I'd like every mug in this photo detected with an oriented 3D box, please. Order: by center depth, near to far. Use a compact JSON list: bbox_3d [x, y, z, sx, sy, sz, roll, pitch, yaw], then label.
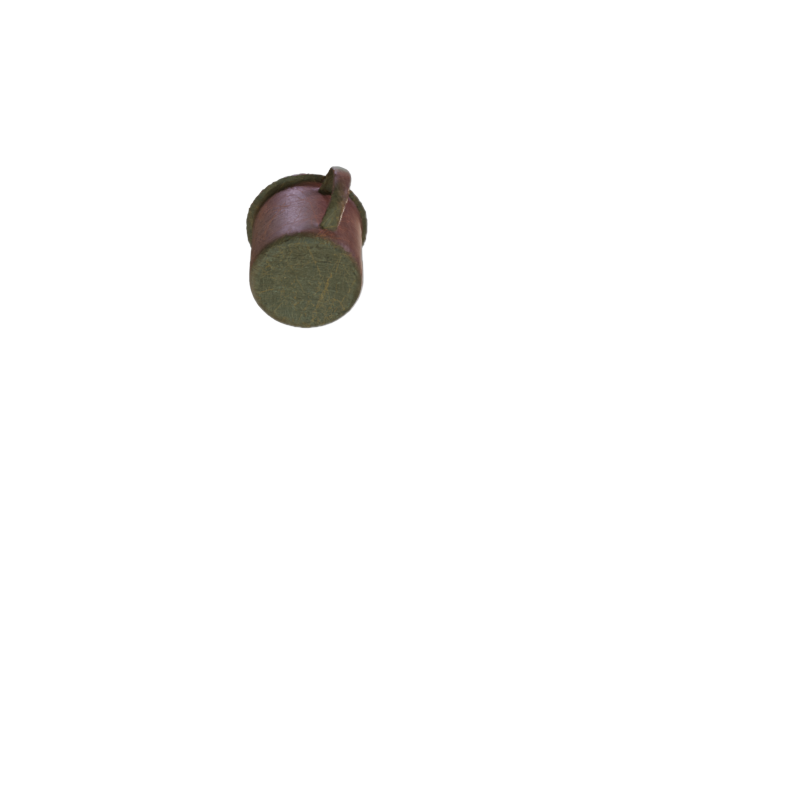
[{"bbox_3d":[-0.063,-0.115,0.806,0.090,0.113,0.087,22,31,-16],"label":"mug"}]
